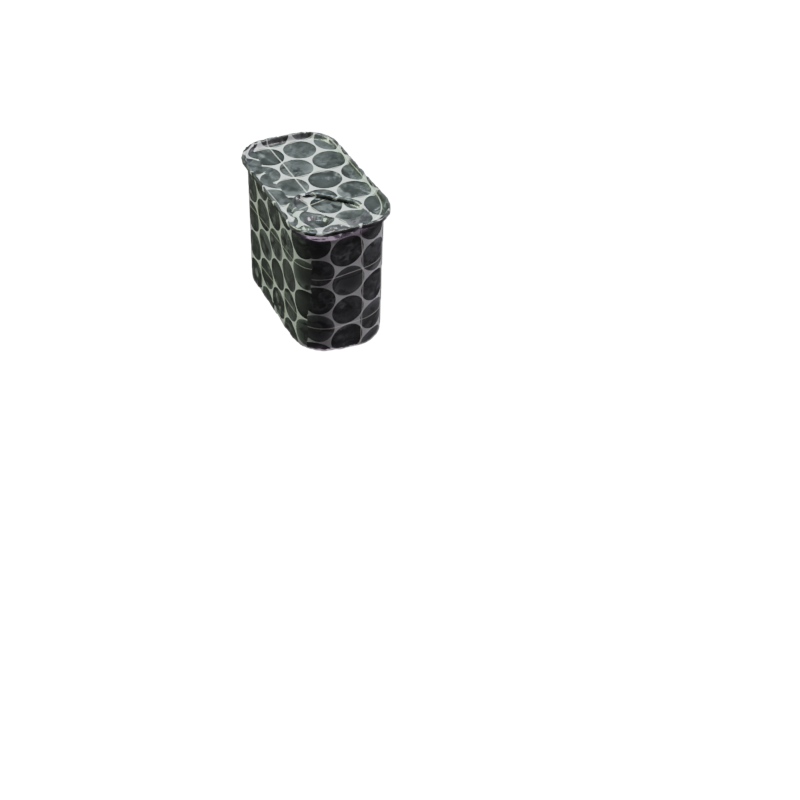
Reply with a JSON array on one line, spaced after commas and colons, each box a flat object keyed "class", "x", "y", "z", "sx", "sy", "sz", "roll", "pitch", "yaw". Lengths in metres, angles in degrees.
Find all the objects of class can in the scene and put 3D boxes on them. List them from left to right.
[{"class": "can", "x": -0.049, "y": -0.089, "z": 0.622, "sx": 0.057, "sy": 0.078, "sz": 0.110, "roll": -15, "pitch": 42, "yaw": -20}]
